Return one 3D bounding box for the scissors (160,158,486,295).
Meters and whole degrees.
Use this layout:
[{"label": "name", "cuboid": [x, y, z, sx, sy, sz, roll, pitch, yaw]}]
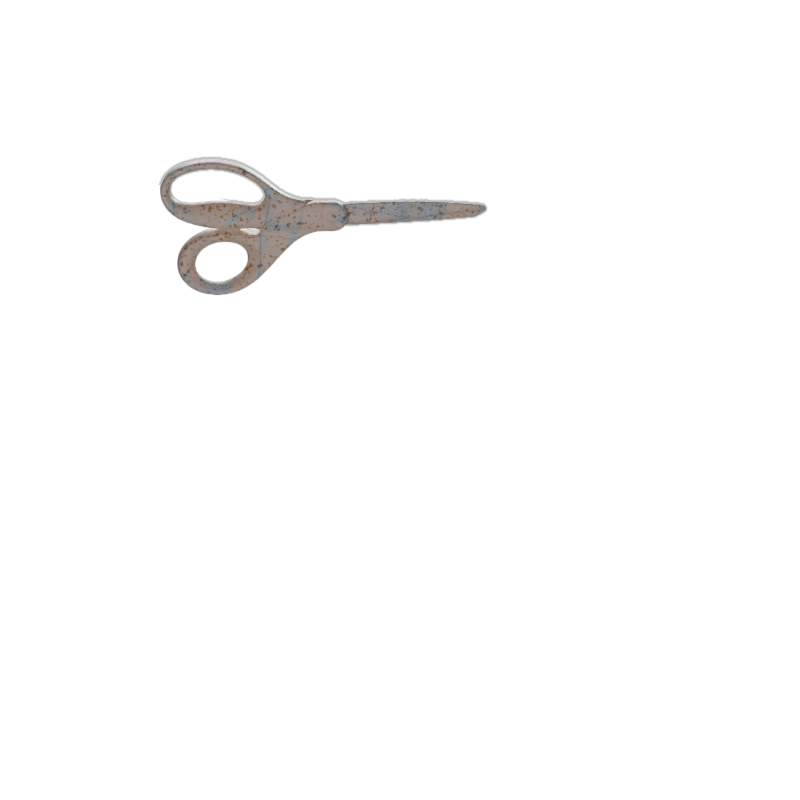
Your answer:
[{"label": "scissors", "cuboid": [-0.055, -0.100, 0.700, 0.200, 0.093, 0.016, 12, 19, -4]}]
